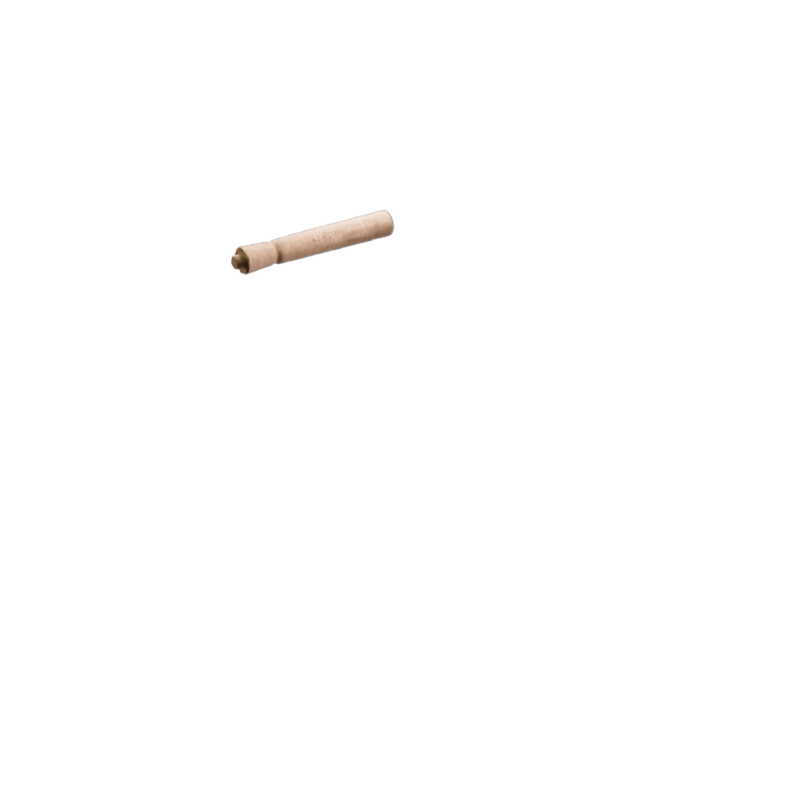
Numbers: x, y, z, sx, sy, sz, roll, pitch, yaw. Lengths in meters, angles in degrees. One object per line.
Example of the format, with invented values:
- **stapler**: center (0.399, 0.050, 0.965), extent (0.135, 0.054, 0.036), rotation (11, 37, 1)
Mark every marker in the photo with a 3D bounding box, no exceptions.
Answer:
- **marker**: center (-0.058, -0.105, 0.738), extent (0.119, 0.019, 0.021), rotation (-20, 14, -30)
